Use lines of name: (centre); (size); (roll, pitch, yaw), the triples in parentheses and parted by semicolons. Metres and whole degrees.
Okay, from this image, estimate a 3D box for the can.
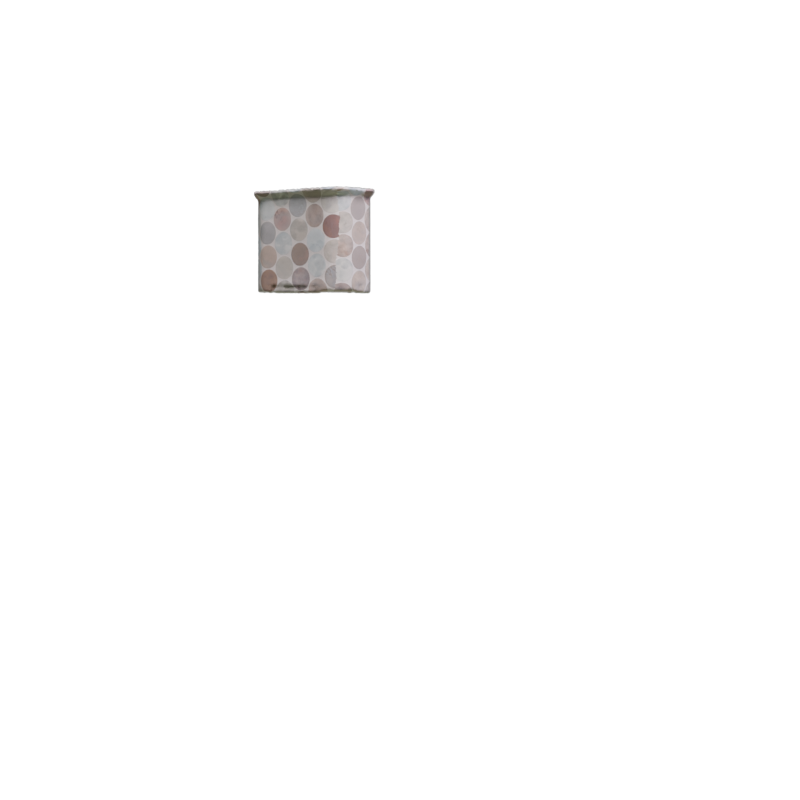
can: (-0.071, -0.129, 0.904); (0.106, 0.084, 0.055); (2, 2, 39)
